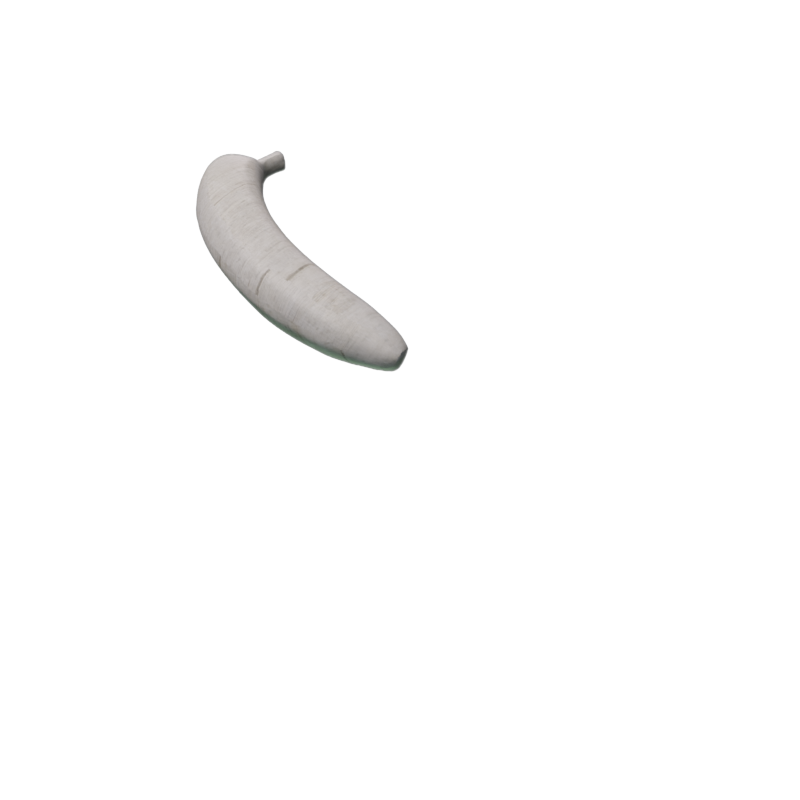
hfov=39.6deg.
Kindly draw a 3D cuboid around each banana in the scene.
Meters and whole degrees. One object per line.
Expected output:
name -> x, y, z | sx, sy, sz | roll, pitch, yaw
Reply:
banana -> -0.064, -0.080, 0.573 | 0.069, 0.034, 0.214 | -14, 44, -16
